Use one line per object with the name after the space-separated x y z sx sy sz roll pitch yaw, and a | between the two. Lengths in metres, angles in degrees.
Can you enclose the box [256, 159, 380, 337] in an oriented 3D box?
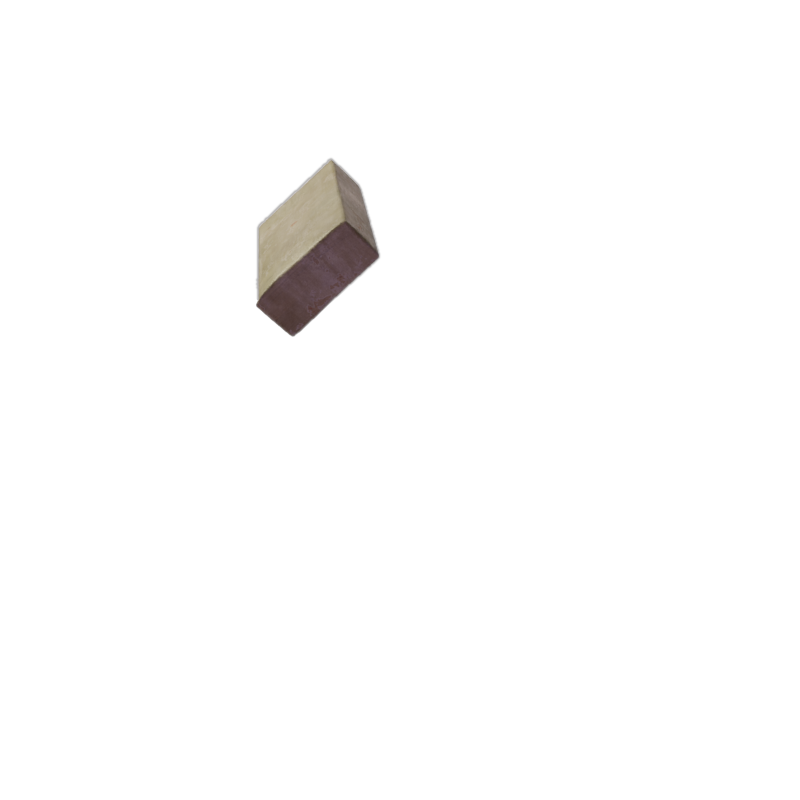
-0.069 -0.126 0.882 0.093 0.046 0.185 -41 21 13 | box
